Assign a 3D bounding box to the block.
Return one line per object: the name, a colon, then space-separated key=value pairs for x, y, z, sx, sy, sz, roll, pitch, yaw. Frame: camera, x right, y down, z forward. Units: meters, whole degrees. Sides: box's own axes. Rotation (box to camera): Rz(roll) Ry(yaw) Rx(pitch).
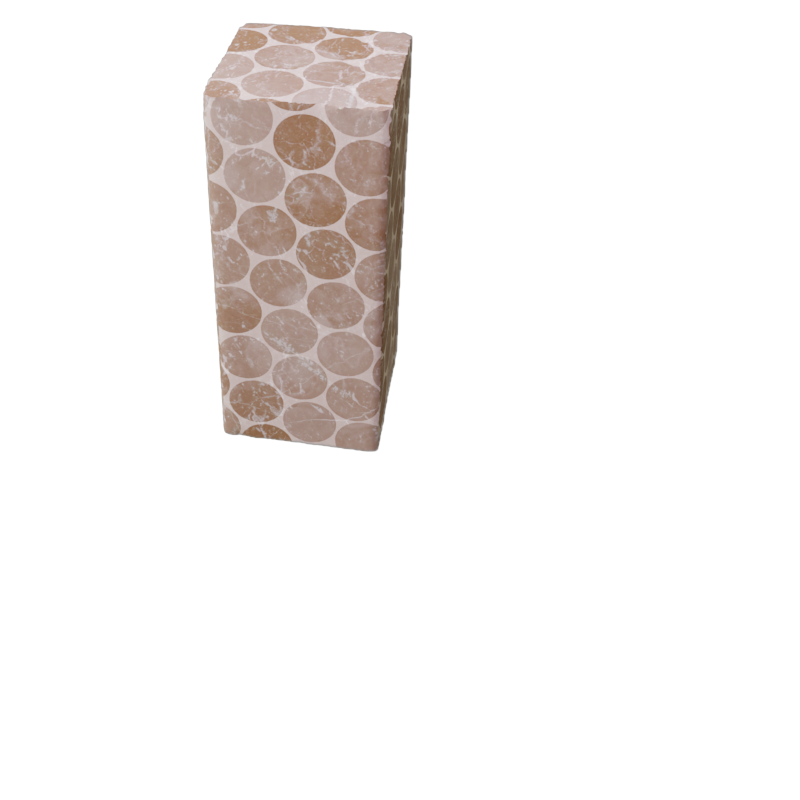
block: x=-0.046 y=-0.084 z=0.586 sx=0.091 sy=0.193 sz=0.096 roll=6 pitch=37 yaw=5
